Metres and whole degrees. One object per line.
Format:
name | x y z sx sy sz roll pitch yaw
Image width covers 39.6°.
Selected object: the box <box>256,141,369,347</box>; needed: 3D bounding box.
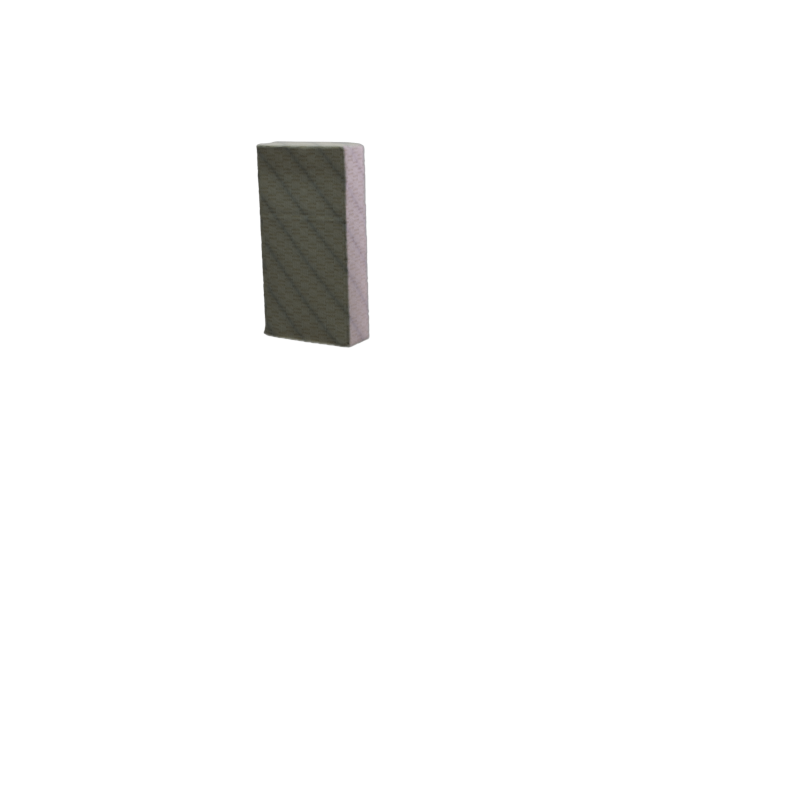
box | -0.077 -0.140 0.983 0.097 0.173 0.047 6 10 31
